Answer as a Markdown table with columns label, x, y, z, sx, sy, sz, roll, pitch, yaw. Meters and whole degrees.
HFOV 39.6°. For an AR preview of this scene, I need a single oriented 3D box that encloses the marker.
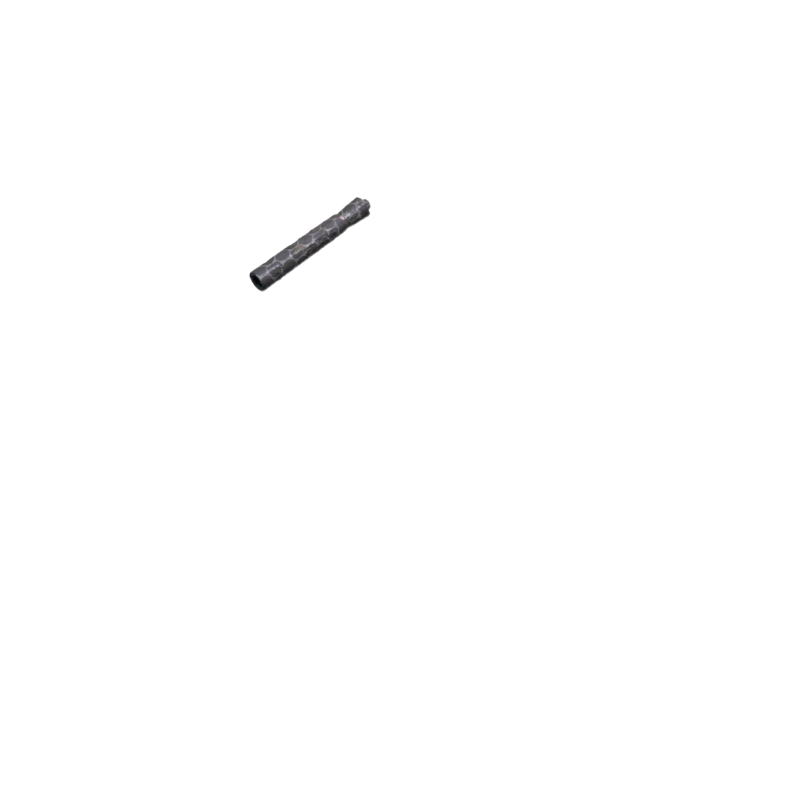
| label | x | y | z | sx | sy | sz | roll | pitch | yaw |
| --- | --- | --- | --- | --- | --- | --- | --- | --- | --- |
| marker | -0.071 | -0.129 | 0.904 | 0.122 | 0.019 | 0.020 | -39 | 21 | -23 |
